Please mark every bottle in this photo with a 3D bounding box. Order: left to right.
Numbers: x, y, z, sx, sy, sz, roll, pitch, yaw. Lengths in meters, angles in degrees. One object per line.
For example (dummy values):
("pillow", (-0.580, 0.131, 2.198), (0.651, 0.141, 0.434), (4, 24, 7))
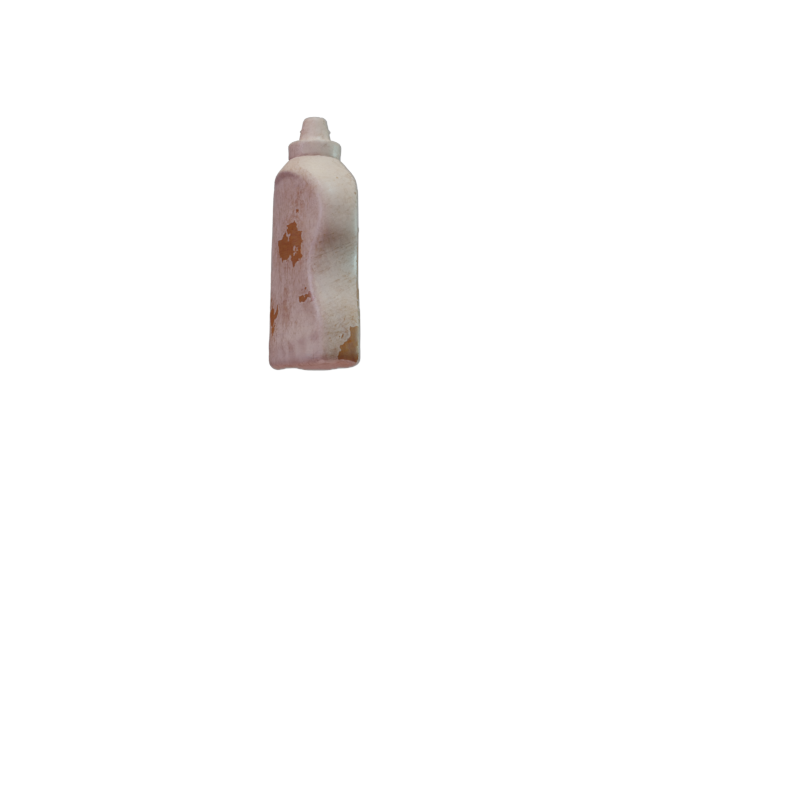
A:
("bottle", (-0.065, -0.120, 0.840), (0.056, 0.196, 0.097), (4, -9, -26))
